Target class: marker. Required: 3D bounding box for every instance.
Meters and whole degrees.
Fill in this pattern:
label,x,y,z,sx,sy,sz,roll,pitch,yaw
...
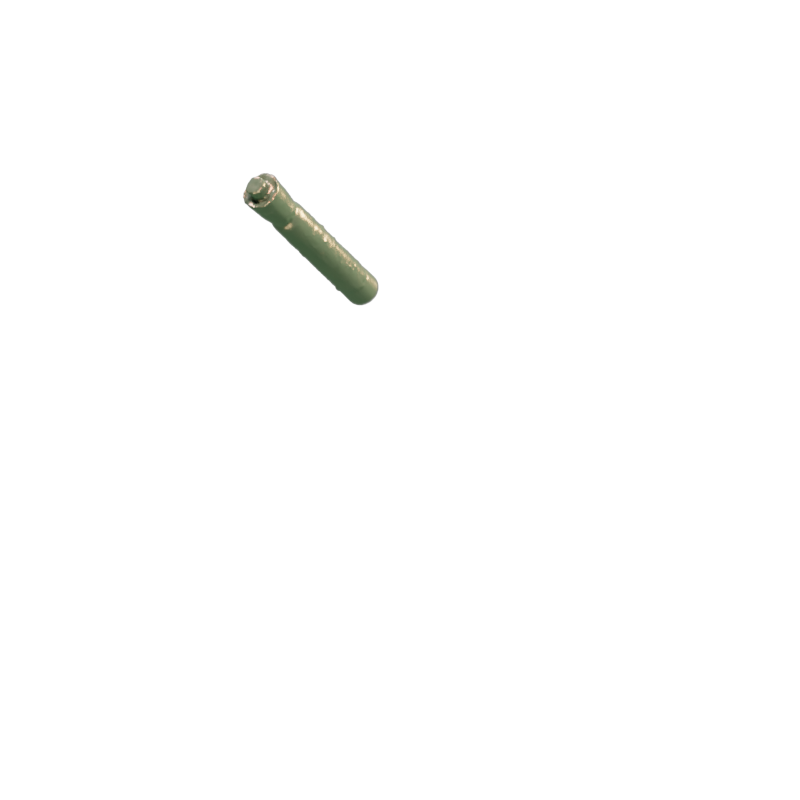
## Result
label,x,y,z,sx,sy,sz,roll,pitch,yaw
marker,-0.044,-0.080,0.562,0.020,0.020,0.112,2,-20,28
